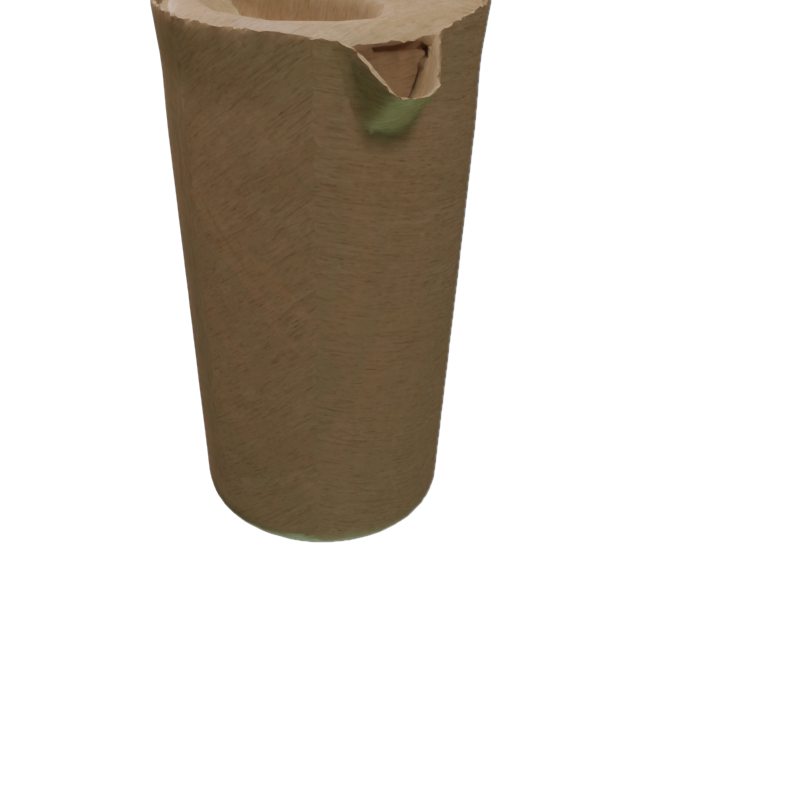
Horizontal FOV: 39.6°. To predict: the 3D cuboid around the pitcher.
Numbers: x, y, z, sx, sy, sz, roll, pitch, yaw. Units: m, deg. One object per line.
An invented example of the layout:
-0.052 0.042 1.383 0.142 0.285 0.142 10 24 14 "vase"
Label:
-0.038 -0.070 0.492 0.149 0.229 0.154 10 30 16 "pitcher"
